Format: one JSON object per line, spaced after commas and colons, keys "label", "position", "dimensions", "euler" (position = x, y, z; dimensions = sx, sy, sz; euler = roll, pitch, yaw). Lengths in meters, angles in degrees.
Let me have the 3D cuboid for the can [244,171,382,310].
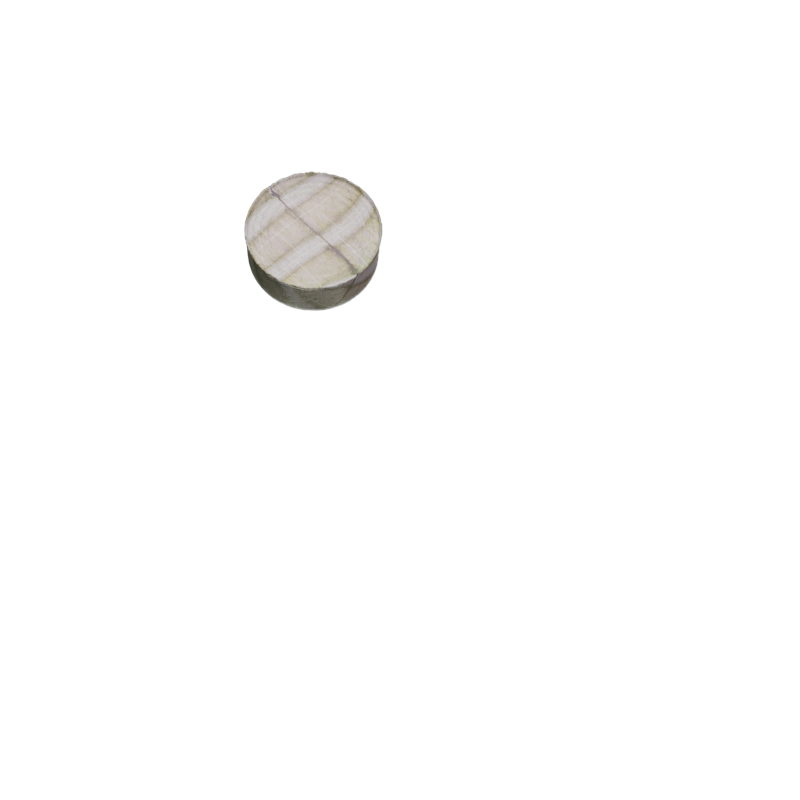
{"label": "can", "position": [-0.055, -0.100, 0.703], "dimensions": [0.086, 0.091, 0.032], "euler": [-1, -29, -1]}
